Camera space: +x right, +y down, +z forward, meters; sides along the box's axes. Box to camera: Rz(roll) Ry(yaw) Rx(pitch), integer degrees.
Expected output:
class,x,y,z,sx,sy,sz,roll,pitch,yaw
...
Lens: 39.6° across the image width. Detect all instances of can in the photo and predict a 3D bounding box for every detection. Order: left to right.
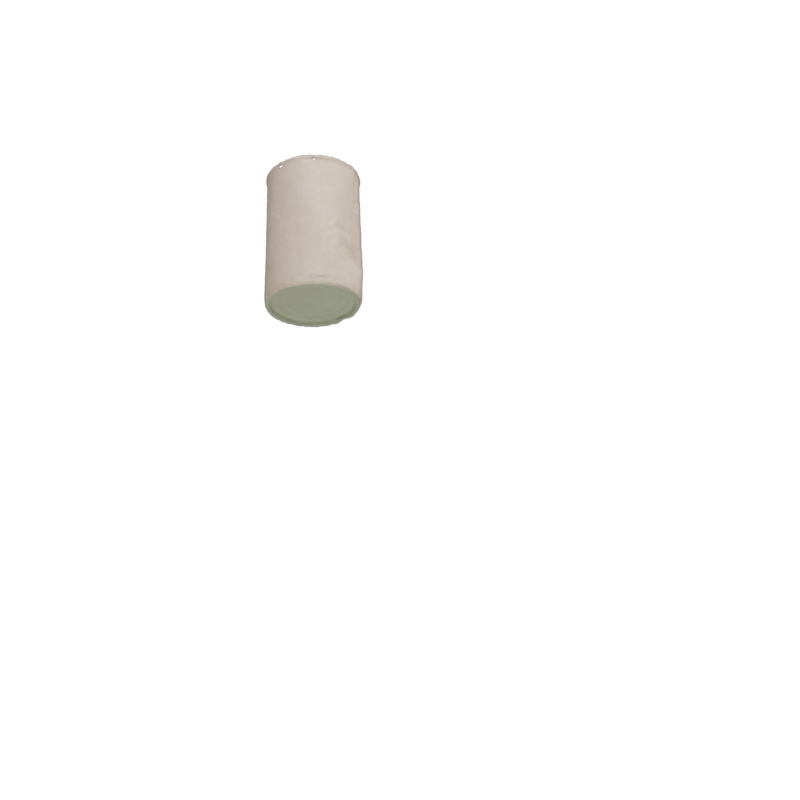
class,x,y,z,sx,sy,sz,roll,pitch,yaw
can,-0.061,-0.111,0.775,0.068,0.109,0.065,0,-27,-2
